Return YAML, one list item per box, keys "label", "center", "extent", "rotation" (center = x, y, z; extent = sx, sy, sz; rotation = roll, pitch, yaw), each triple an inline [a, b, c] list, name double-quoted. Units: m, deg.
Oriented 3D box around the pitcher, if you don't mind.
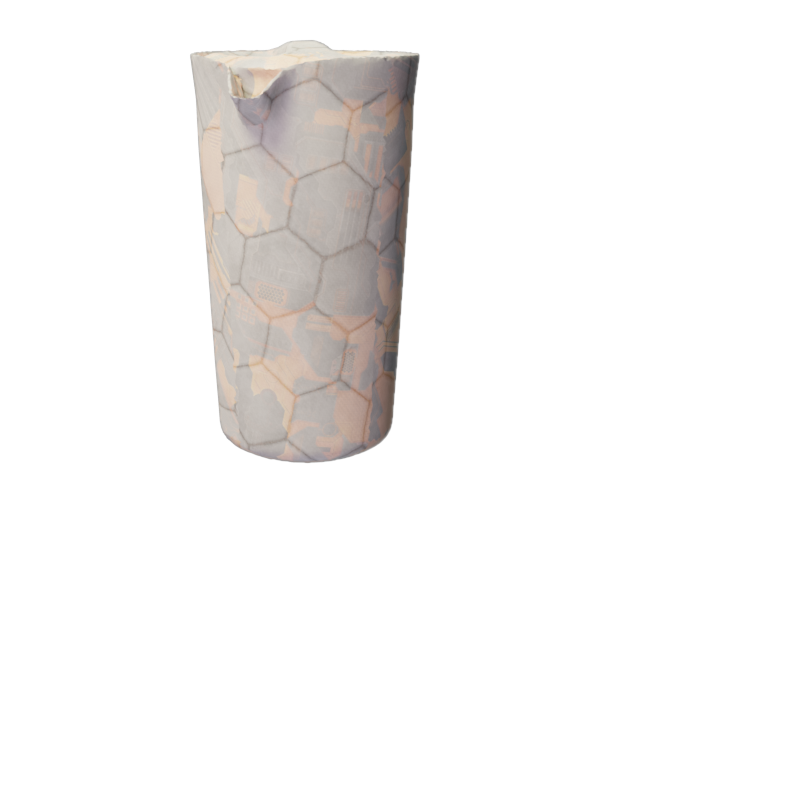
- label: "pitcher"
  center: [-0.053, -0.097, 0.678]
  extent: [0.146, 0.235, 0.153]
  rotation: [-7, 16, -26]
